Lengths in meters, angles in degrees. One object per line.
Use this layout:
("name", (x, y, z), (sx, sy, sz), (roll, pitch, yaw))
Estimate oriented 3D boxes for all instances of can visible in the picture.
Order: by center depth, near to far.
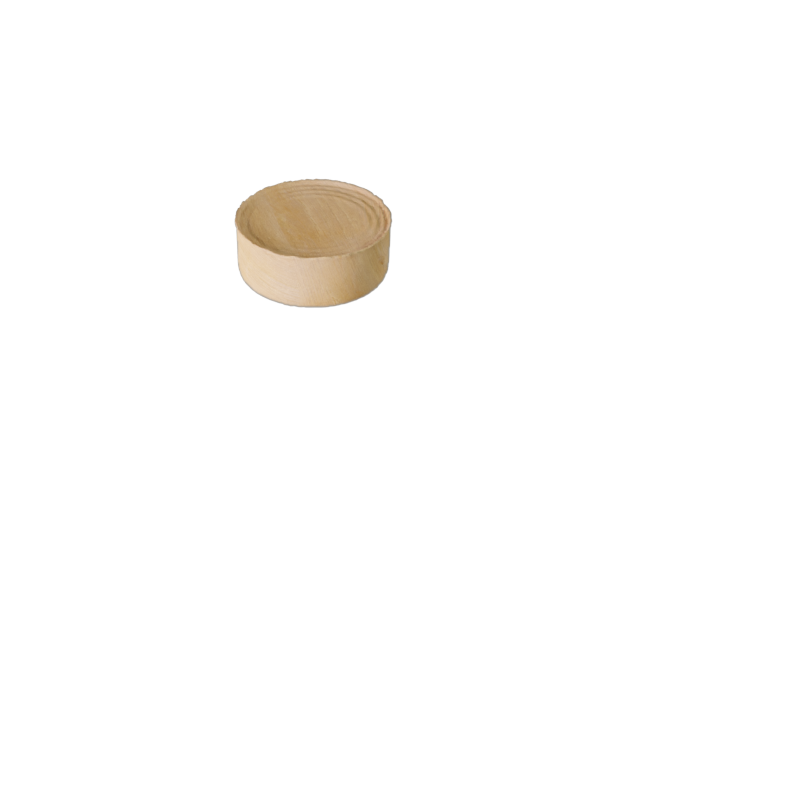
("can", (-0.048, -0.087, 0.612), (0.086, 0.031, 0.092), (-1, 37, -2))
